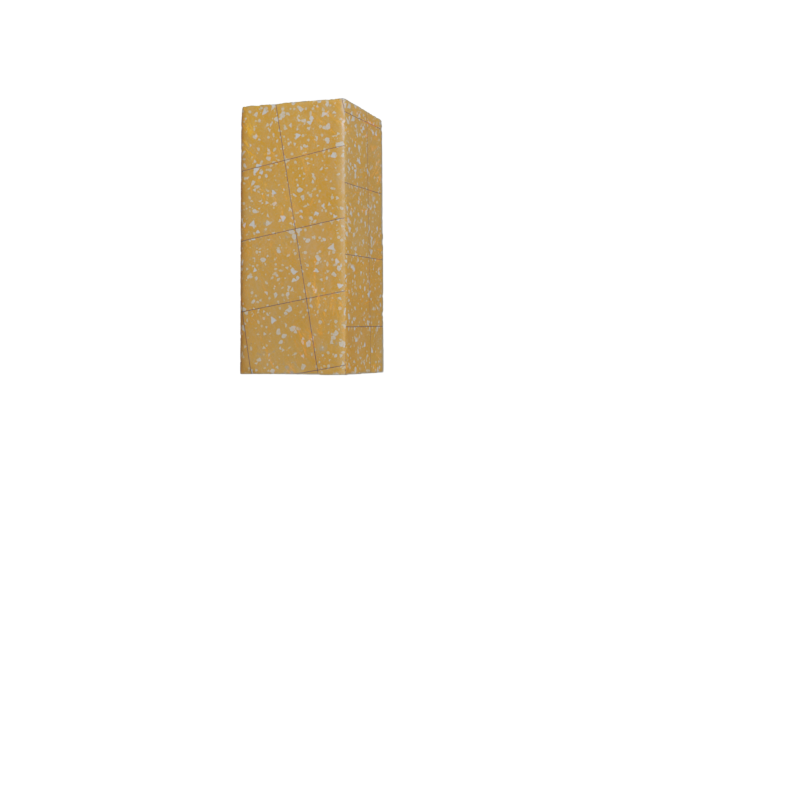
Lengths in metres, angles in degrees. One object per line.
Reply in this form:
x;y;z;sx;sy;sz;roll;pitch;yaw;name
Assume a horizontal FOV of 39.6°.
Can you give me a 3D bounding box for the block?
-0.069;-0.125;0.875;0.092;0.209;0.087;-2;-4;19;block
